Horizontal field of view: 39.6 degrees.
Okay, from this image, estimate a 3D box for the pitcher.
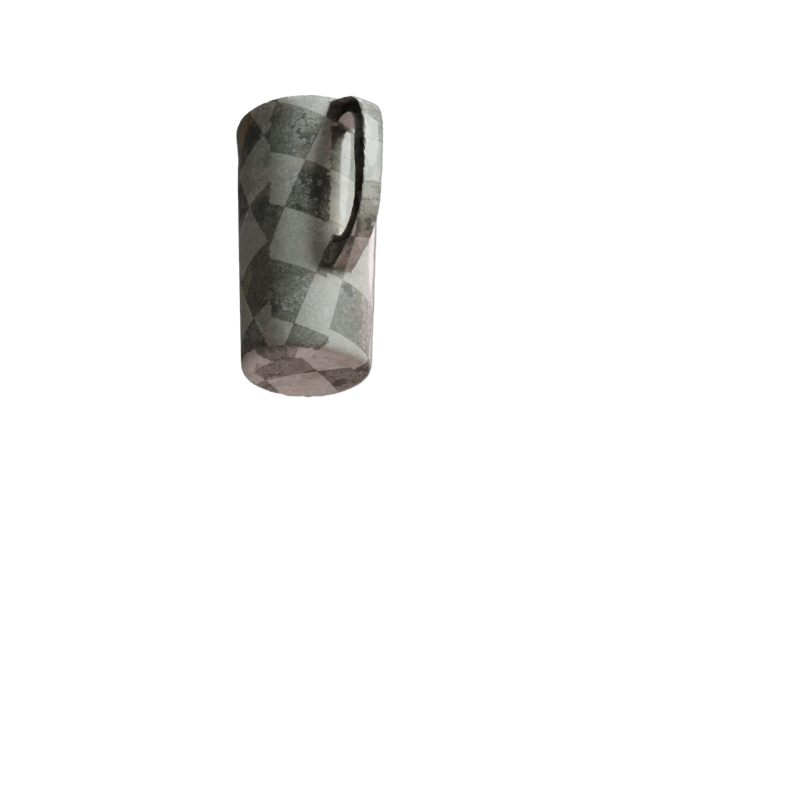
[{"bbox_3d":[-0.075,-0.136,0.953,0.146,0.258,0.139,-6,-26,9],"label":"pitcher"}]
